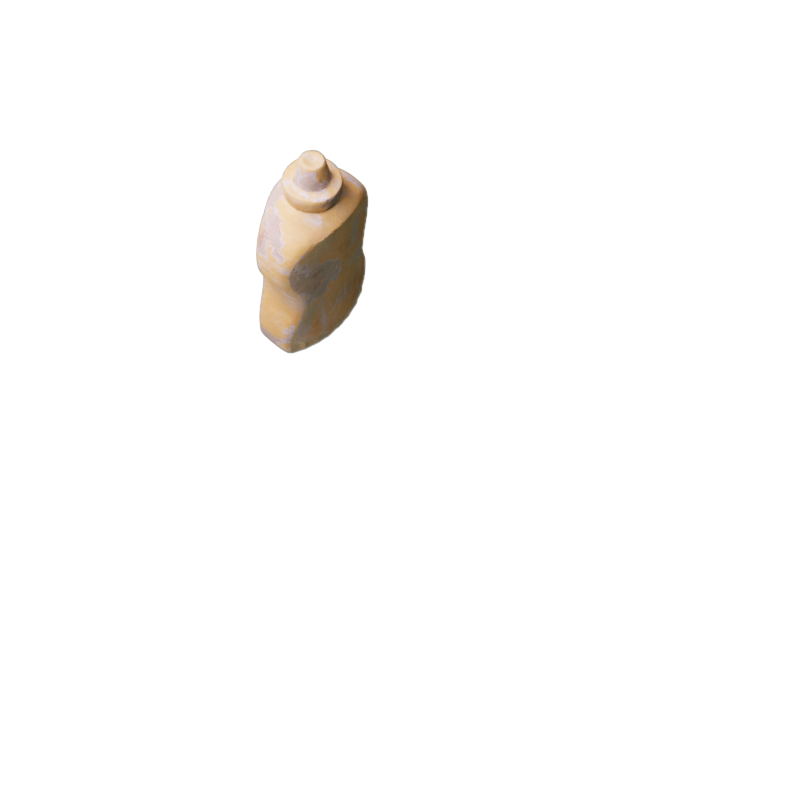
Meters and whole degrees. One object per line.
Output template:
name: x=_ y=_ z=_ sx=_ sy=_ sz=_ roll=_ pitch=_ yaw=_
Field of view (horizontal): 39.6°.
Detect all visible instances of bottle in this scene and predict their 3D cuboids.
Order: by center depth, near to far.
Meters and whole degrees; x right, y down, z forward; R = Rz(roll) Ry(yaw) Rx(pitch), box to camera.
bottle: x=-0.063 y=-0.115 z=0.804 sx=0.061 sy=0.097 sz=0.180 roll=38 pitch=-24 yaw=15
